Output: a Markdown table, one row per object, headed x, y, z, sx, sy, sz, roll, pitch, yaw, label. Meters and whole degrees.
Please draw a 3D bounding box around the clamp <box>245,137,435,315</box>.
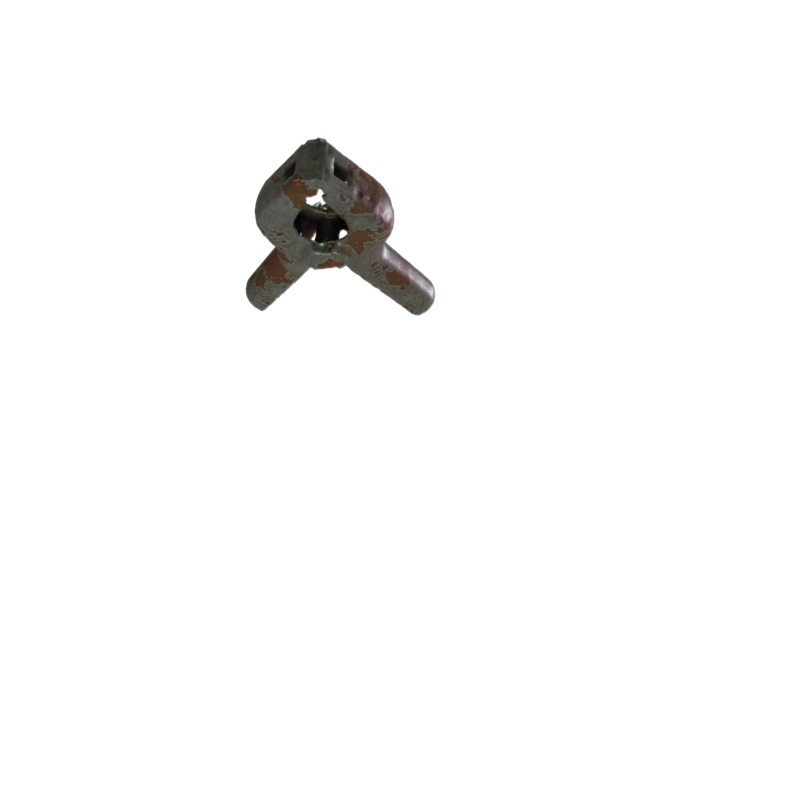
| x | y | z | sx | sy | sz | roll | pitch | yaw | label |
| --- | --- | --- | --- | --- | --- | --- | --- | --- | --- |
| -0.051 | -0.094 | 0.656 | 0.121 | 0.042 | 0.159 | -6 | -29 | 11 | clamp |
